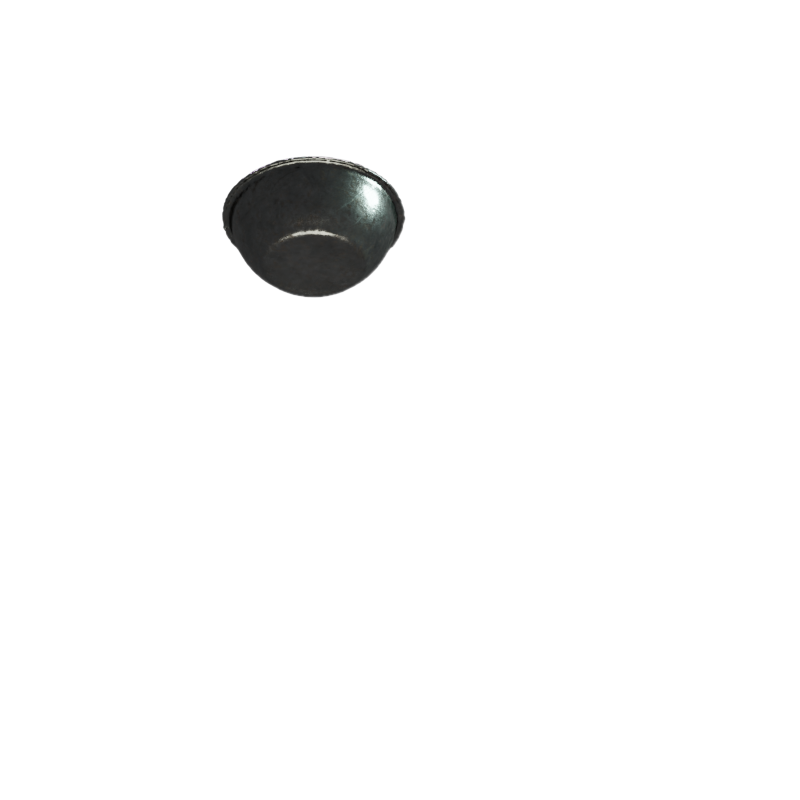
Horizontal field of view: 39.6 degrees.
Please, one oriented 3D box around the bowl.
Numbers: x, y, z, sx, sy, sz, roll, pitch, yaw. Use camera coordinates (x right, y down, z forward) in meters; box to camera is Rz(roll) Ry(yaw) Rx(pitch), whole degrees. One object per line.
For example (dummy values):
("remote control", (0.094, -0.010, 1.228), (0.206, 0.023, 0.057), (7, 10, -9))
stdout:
("bowl", (-0.076, -0.138, 0.967), (0.162, 0.059, 0.151), (1, -35, -2))
